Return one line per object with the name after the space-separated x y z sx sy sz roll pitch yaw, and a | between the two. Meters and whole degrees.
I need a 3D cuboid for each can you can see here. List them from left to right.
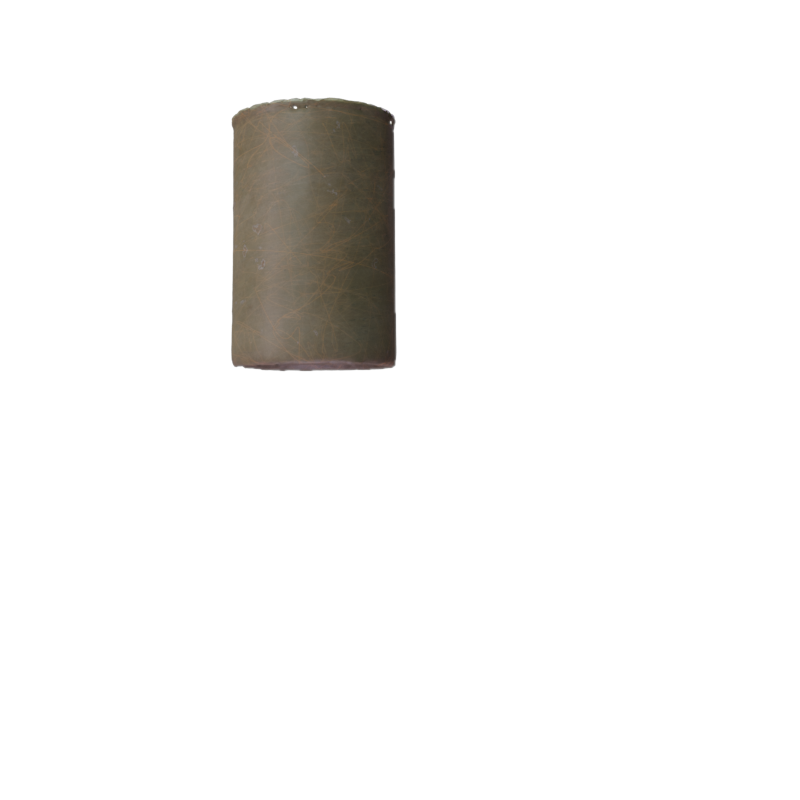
-0.035 -0.064 0.451 0.068 0.104 0.067 0 -7 -2 | can
